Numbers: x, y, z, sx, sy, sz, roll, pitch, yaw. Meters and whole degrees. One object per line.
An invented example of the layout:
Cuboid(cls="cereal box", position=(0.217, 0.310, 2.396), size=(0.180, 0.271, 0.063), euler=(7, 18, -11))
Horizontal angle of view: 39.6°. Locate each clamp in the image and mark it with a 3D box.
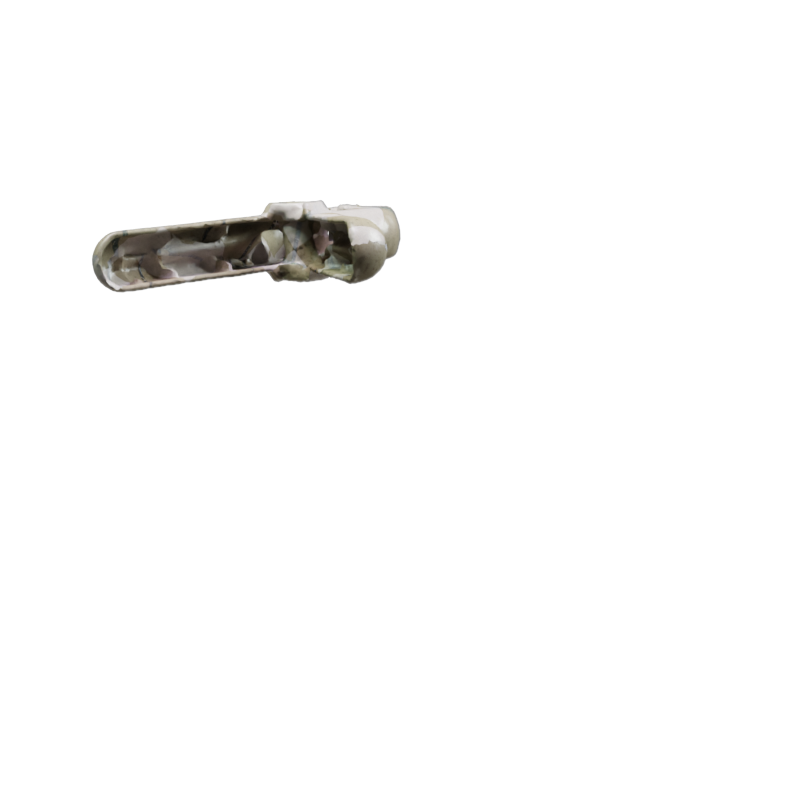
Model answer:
Cuboid(cls="clamp", position=(-0.038, -0.070, 0.487), size=(0.124, 0.038, 0.170), euler=(7, 17, 25))
